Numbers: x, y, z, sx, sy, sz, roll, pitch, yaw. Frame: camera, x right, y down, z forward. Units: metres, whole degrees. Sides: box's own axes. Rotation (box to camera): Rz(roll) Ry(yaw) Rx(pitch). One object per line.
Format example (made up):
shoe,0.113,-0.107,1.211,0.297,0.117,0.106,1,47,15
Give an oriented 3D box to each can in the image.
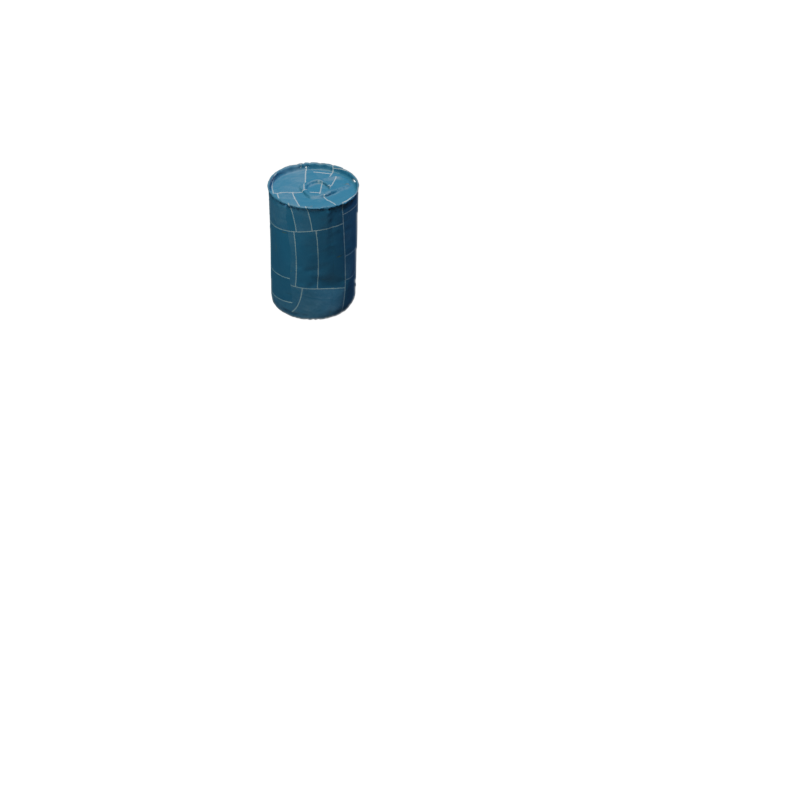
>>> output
can,-0.066,-0.121,0.847,0.068,0.096,0.073,0,36,-3
